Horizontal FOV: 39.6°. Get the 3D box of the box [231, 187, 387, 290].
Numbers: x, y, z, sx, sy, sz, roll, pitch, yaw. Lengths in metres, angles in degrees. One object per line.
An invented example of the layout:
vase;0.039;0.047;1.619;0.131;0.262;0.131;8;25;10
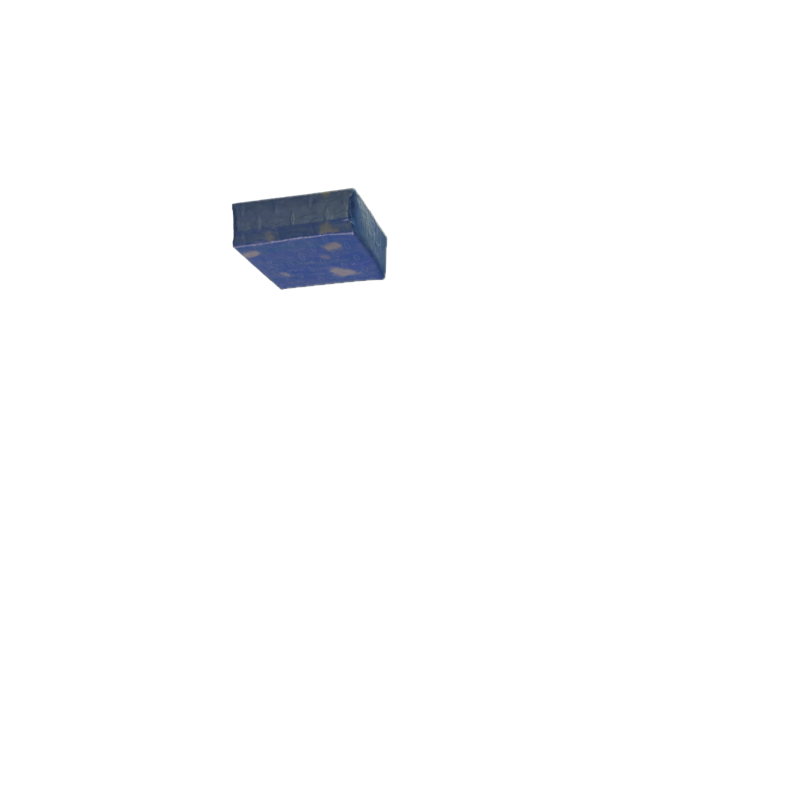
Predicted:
box;-0.063;-0.116;0.813;0.091;0.041;0.107;-4;-15;13
